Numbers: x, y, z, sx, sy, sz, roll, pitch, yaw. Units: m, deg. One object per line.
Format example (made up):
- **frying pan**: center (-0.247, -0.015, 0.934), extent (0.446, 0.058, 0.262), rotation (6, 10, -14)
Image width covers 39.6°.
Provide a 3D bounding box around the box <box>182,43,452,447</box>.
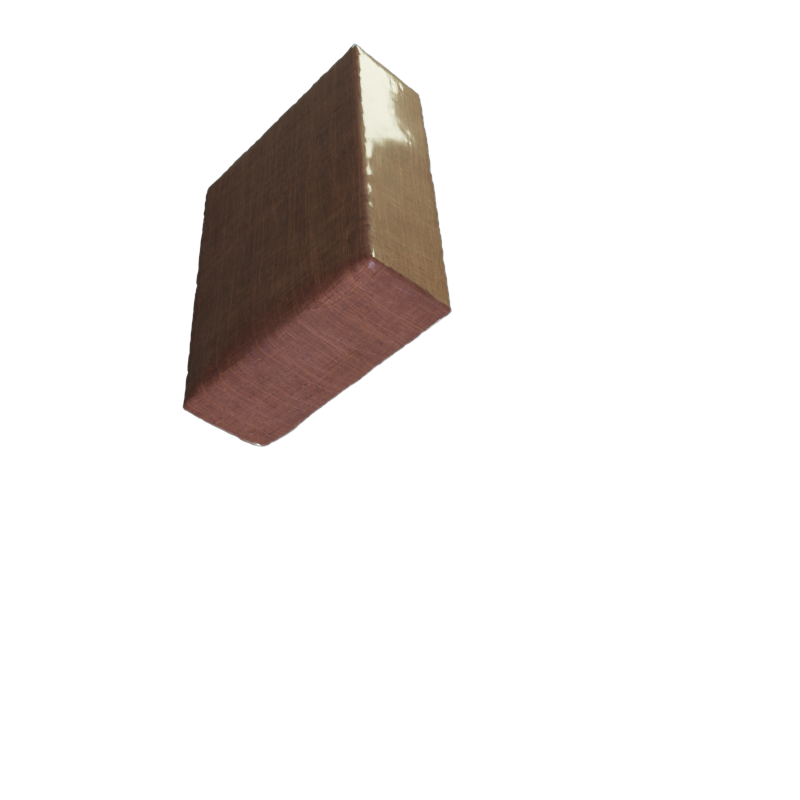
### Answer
- **box**: center (-0.055, -0.100, 0.703), extent (0.068, 0.230, 0.162), rotation (33, -55, -31)
